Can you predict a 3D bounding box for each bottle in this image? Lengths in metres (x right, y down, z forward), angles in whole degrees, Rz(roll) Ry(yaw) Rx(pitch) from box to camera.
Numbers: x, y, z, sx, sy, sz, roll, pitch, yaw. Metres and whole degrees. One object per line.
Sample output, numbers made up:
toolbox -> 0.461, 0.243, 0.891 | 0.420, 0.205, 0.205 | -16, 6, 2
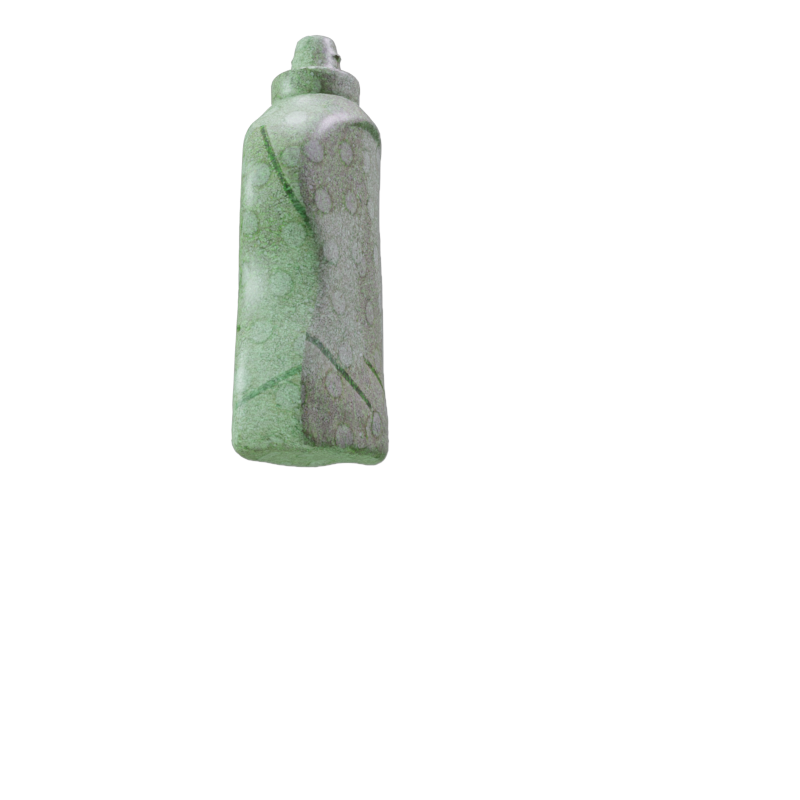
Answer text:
bottle -> -0.038, -0.070, 0.490 | 0.060, 0.198, 0.091 | -6, -15, 20
